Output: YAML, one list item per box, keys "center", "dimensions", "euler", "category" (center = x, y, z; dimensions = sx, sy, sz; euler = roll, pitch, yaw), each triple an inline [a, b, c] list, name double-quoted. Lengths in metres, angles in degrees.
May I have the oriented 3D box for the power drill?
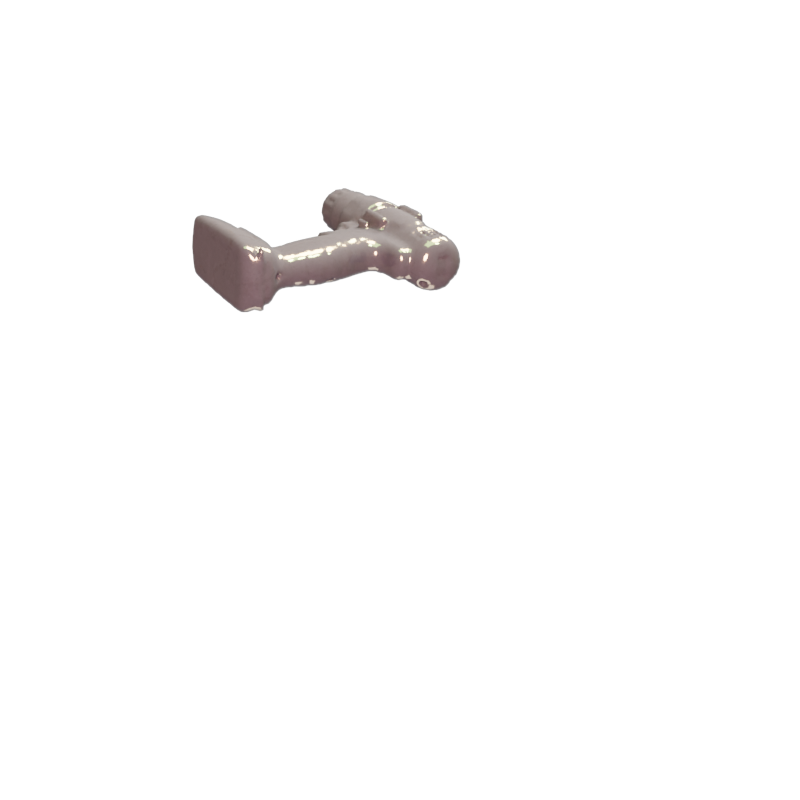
- center: [-0.071, -0.130, 0.912]
  dimensions: [0.184, 0.055, 0.197]
  euler: [-13, 27, -27]
  category: "power drill"
